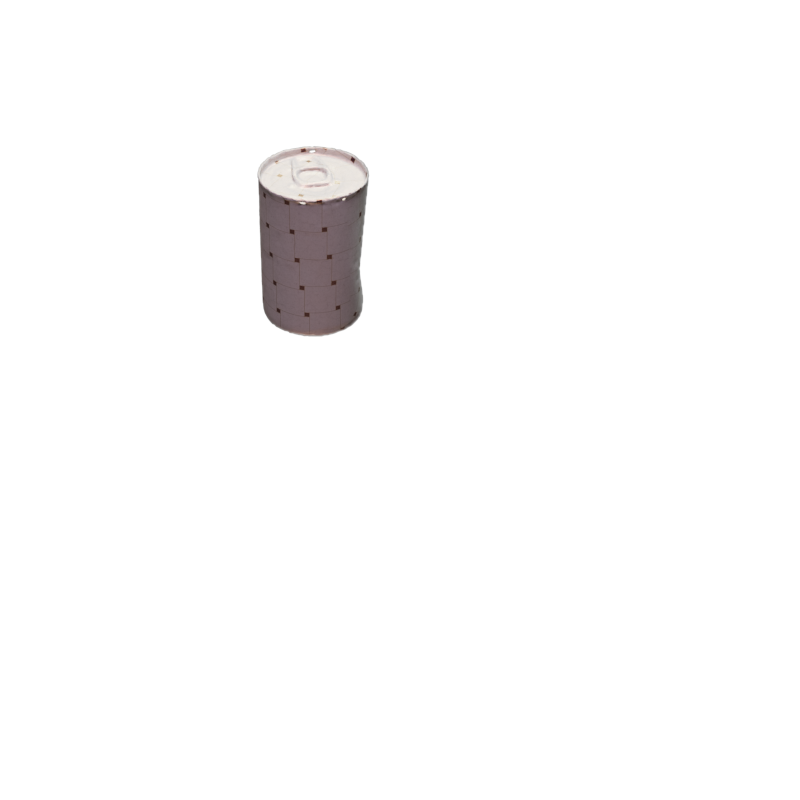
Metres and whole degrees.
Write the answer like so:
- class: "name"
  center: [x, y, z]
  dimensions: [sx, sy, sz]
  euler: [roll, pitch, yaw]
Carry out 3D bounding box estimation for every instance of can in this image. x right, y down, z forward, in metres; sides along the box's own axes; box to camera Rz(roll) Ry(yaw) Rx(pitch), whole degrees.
- class: "can"
  center: [-0.055, -0.100, 0.701]
  dimensions: [0.068, 0.096, 0.073]
  euler: [0, 36, -3]
